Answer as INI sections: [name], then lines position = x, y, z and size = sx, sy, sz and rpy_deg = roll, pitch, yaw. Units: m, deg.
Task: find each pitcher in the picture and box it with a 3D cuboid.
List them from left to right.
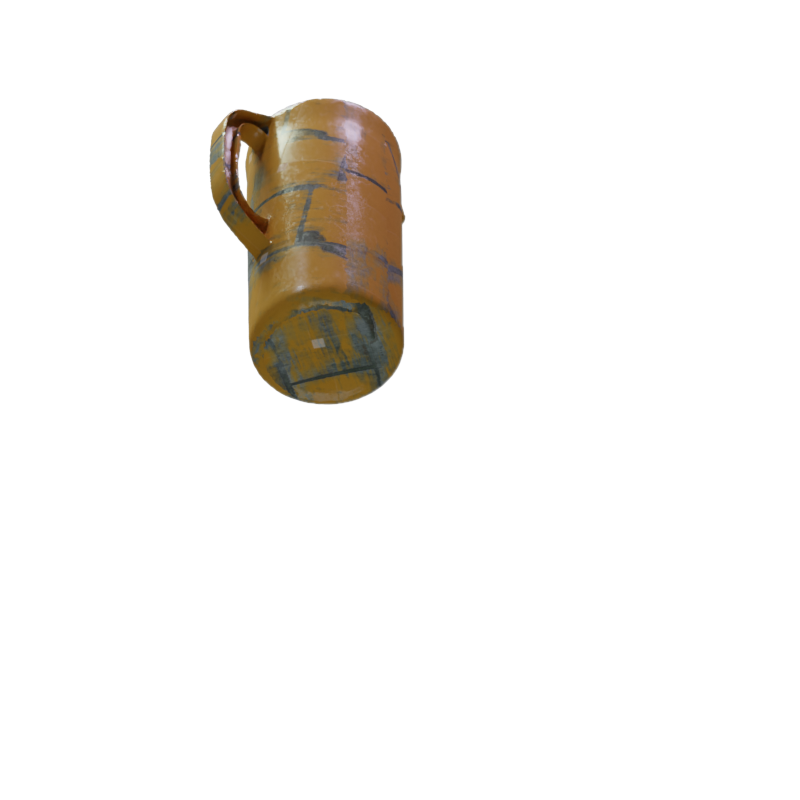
[pitcher]
position = -0.067, -0.122, 0.851
size = 0.149, 0.134, 0.261
rpy_deg = -5, 42, 1
